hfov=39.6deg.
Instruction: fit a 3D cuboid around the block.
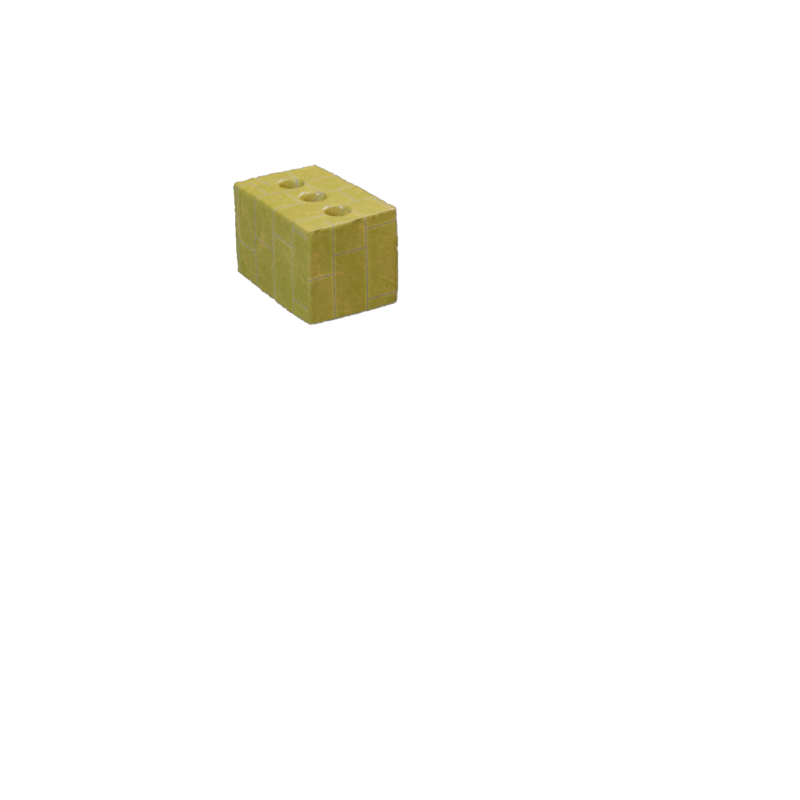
[{"bbox_3d":[-0.044,-0.080,0.561,0.052,0.048,0.084,-17,33,-30],"label":"block"}]
